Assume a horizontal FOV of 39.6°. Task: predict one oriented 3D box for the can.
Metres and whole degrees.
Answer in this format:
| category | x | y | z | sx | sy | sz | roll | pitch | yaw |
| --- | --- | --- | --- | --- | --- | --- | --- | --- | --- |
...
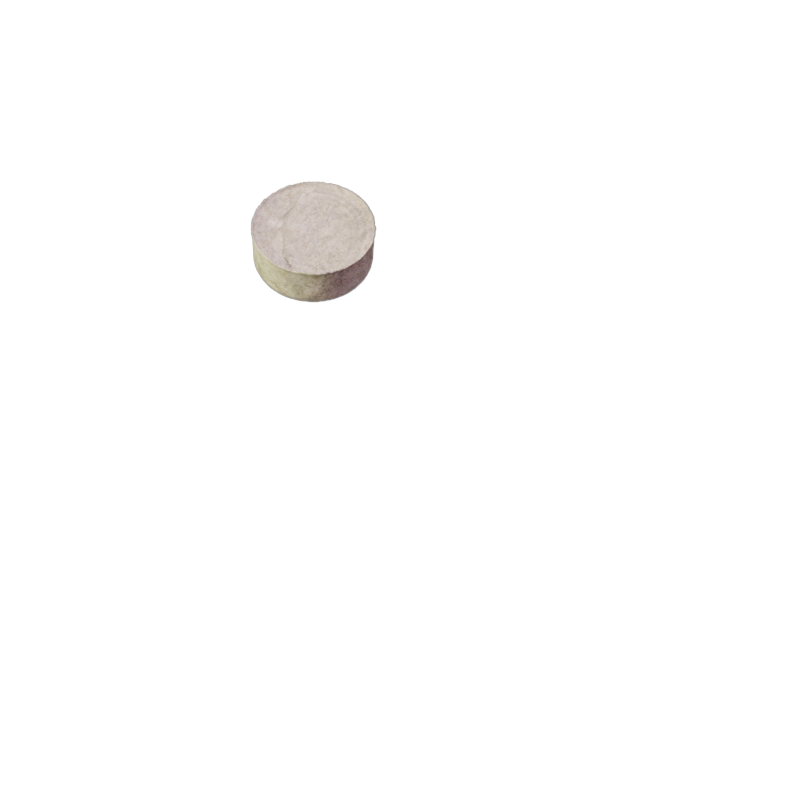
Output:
| category | x | y | z | sx | sy | sz | roll | pitch | yaw |
| --- | --- | --- | --- | --- | --- | --- | --- | --- | --- |
| can | -0.060 | -0.110 | 0.769 | 0.086 | 0.092 | 0.031 | -1 | -38 | -1 |
